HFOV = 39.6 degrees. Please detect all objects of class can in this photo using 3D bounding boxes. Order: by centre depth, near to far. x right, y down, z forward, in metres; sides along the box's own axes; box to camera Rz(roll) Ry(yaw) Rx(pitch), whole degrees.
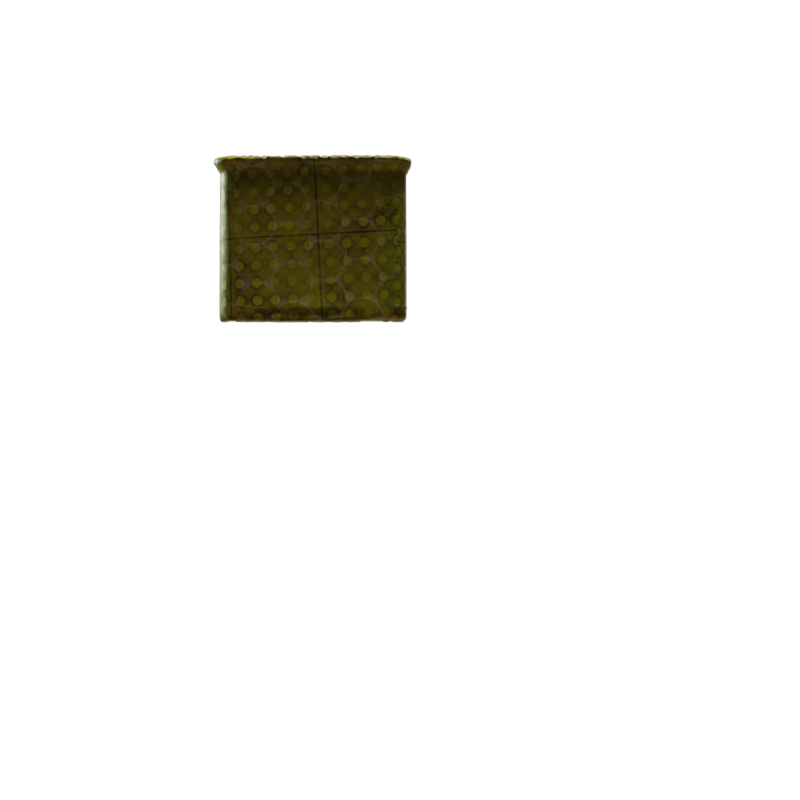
[{"bbox_3d":[-0.045,-0.082,0.577,0.102,0.084,0.057,0,-1,2],"label":"can"}]
